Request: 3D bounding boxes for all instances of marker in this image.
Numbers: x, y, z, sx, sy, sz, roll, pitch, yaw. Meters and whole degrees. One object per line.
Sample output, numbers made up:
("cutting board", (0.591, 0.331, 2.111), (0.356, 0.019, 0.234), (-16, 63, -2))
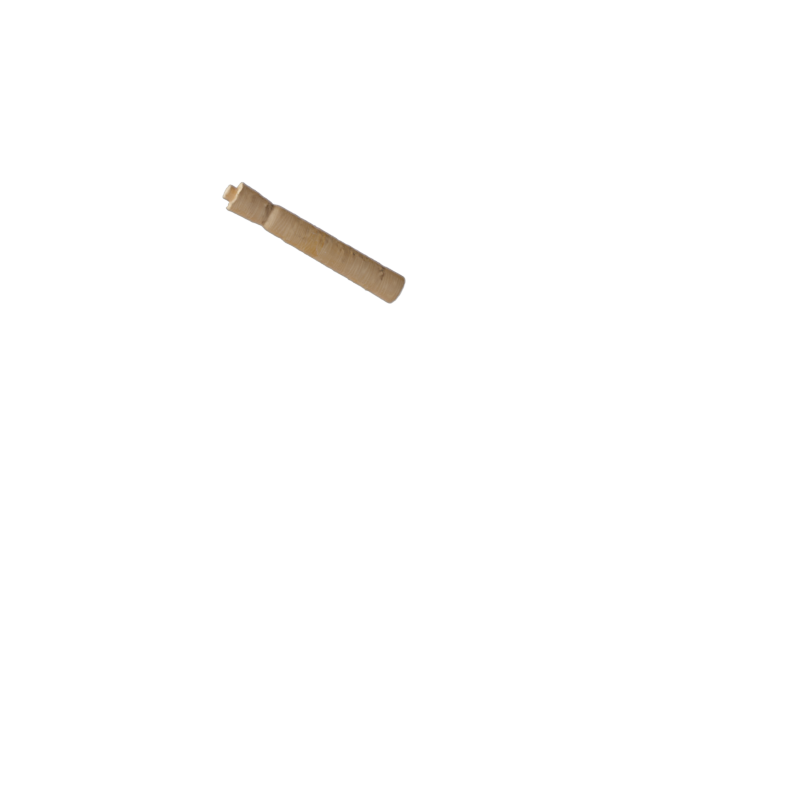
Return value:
("marker", (-0.051, -0.094, 0.658), (0.117, 0.020, 0.020), (29, -5, -13))
